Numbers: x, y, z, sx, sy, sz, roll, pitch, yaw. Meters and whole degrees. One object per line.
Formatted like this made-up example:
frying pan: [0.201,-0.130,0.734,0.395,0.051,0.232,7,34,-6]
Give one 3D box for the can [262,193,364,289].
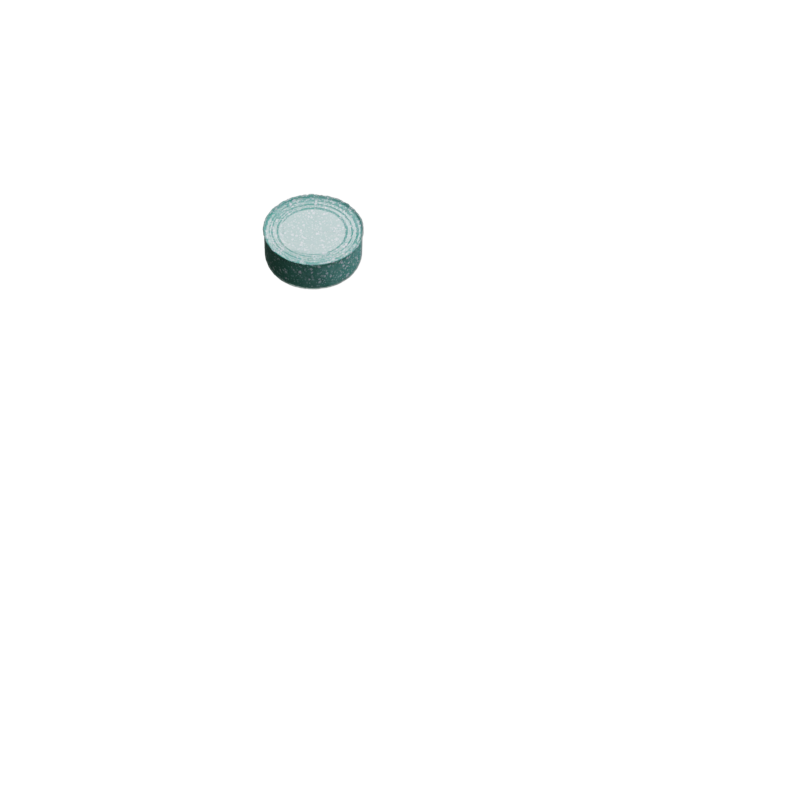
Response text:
can: [-0.074,-0.136,0.951,0.086,0.092,0.031,-1,-41,-1]
